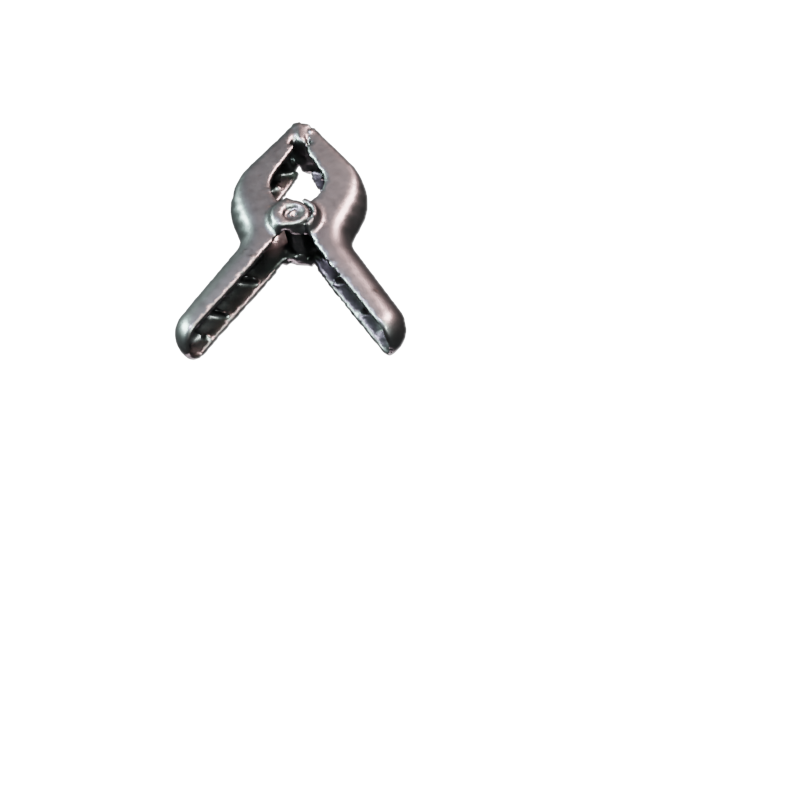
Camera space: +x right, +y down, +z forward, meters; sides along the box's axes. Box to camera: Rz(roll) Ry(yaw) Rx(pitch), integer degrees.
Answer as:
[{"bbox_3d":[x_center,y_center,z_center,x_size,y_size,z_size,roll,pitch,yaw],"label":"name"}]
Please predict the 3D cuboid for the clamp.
[{"bbox_3d":[-0.049,-0.089,0.624,0.121,0.182,0.037,7,-36,5],"label":"clamp"}]
